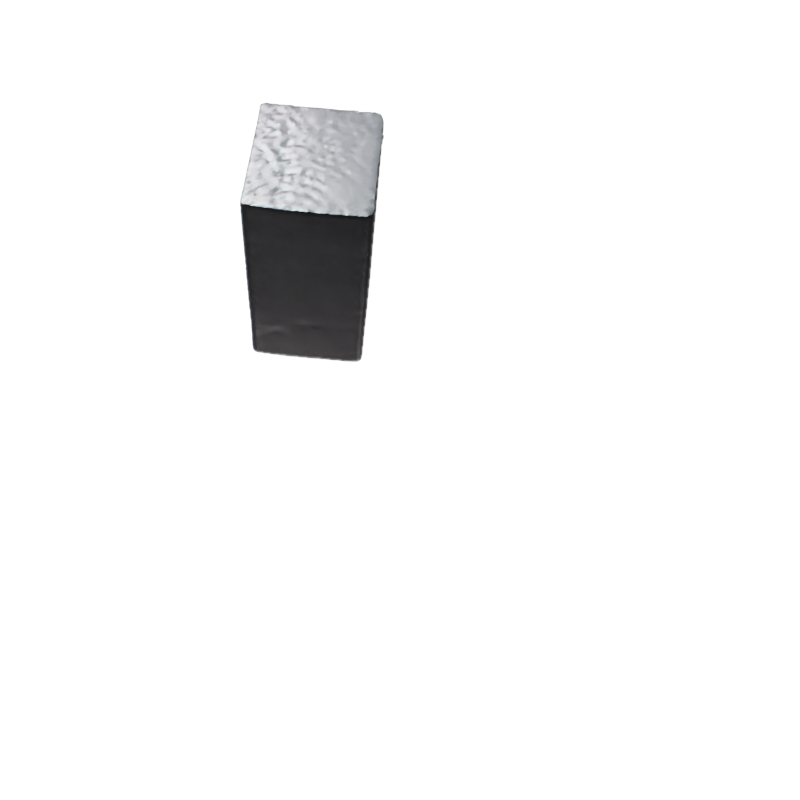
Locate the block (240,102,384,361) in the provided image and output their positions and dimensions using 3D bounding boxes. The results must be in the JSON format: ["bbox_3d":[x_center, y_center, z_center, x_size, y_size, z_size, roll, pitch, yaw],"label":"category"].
[{"bbox_3d":[-0.065,-0.119,0.833,0.090,0.096,0.194,7,-29,0],"label":"block"}]
